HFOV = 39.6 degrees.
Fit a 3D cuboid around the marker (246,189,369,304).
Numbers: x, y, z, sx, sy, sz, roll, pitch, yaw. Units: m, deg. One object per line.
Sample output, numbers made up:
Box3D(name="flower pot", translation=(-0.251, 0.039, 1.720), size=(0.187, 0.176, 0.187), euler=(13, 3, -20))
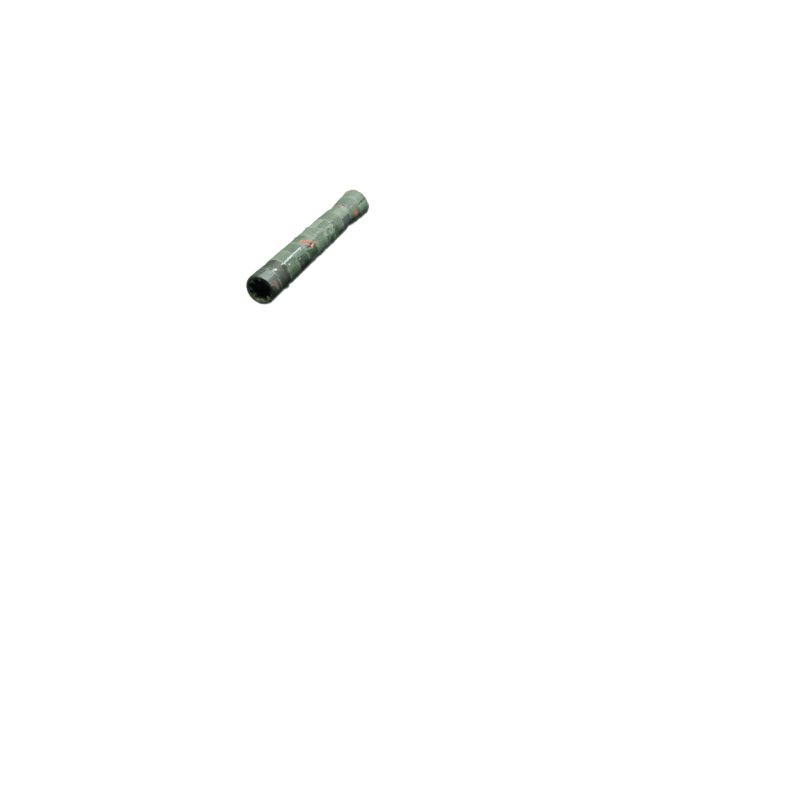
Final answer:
Box3D(name="marker", translation=(-0.052, -0.094, 0.660), size=(0.020, 0.019, 0.124), euler=(1, 33, 30))
